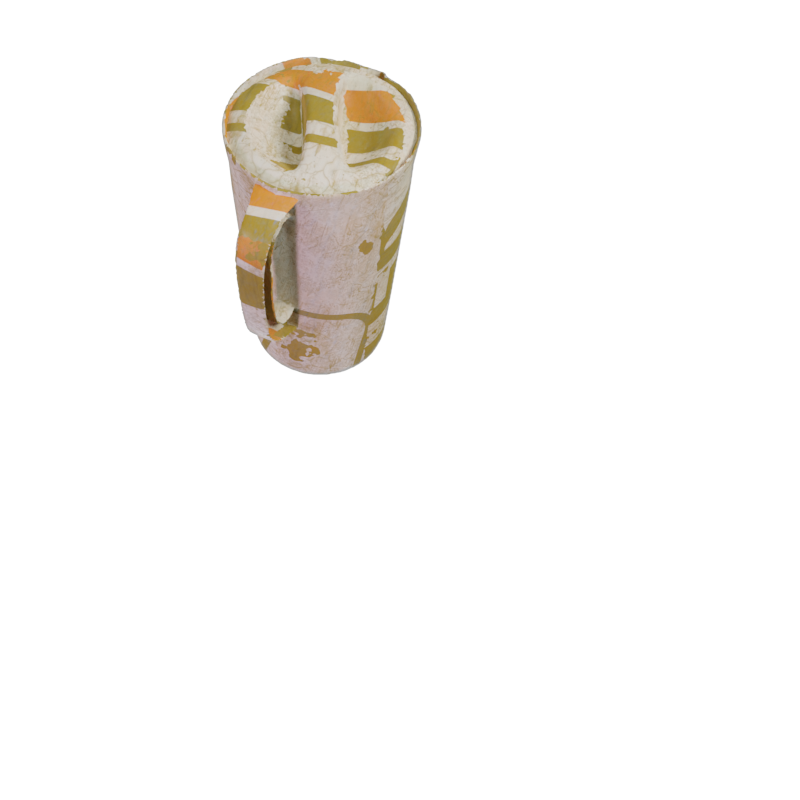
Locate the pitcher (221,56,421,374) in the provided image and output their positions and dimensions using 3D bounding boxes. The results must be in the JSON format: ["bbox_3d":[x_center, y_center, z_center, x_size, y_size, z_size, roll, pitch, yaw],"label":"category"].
[{"bbox_3d":[-0.064,-0.117,0.821,0.148,0.156,0.227,-16,-33,-14],"label":"pitcher"}]
